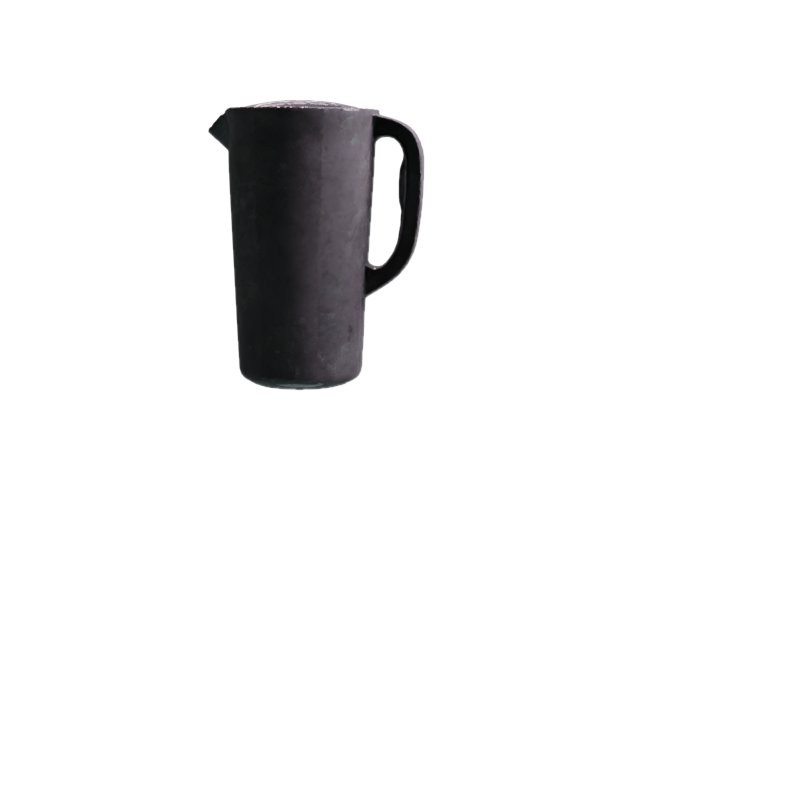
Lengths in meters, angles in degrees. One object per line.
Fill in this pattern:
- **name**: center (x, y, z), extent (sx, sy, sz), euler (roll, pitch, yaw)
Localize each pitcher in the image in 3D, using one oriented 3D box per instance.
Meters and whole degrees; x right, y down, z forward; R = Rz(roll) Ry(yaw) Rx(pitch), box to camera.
- **pitcher**: center (-0.075, -0.137, 0.960), extent (0.140, 0.239, 0.156), euler (-5, 9, -35)
